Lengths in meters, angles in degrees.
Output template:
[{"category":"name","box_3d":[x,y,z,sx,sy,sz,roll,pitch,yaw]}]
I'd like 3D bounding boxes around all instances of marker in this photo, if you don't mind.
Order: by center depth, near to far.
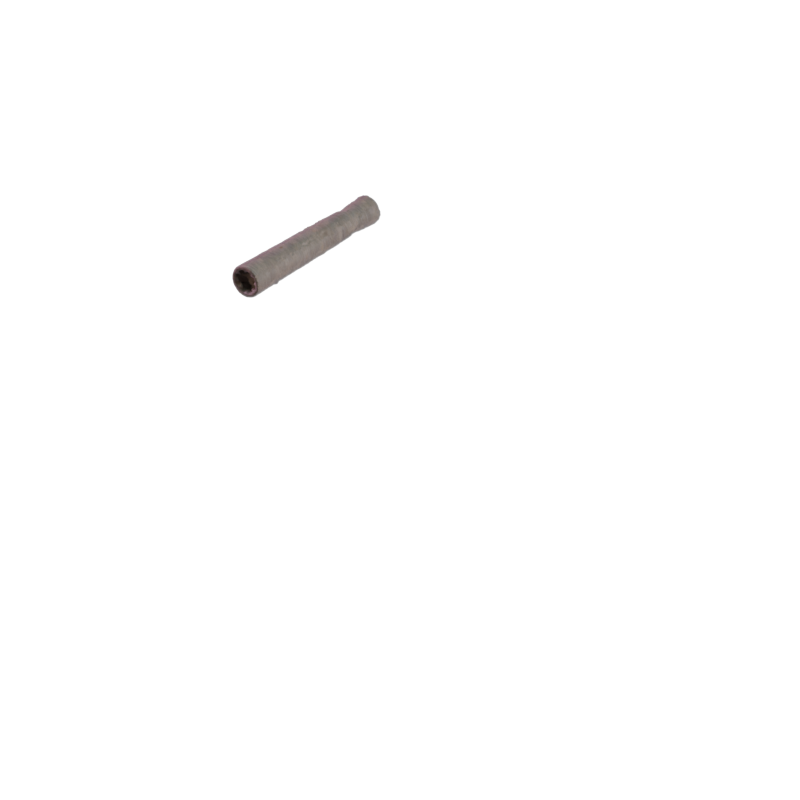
[{"category":"marker","box_3d":[-0.050,-0.091,0.634,0.020,0.019,0.122,3,28,37]}]
